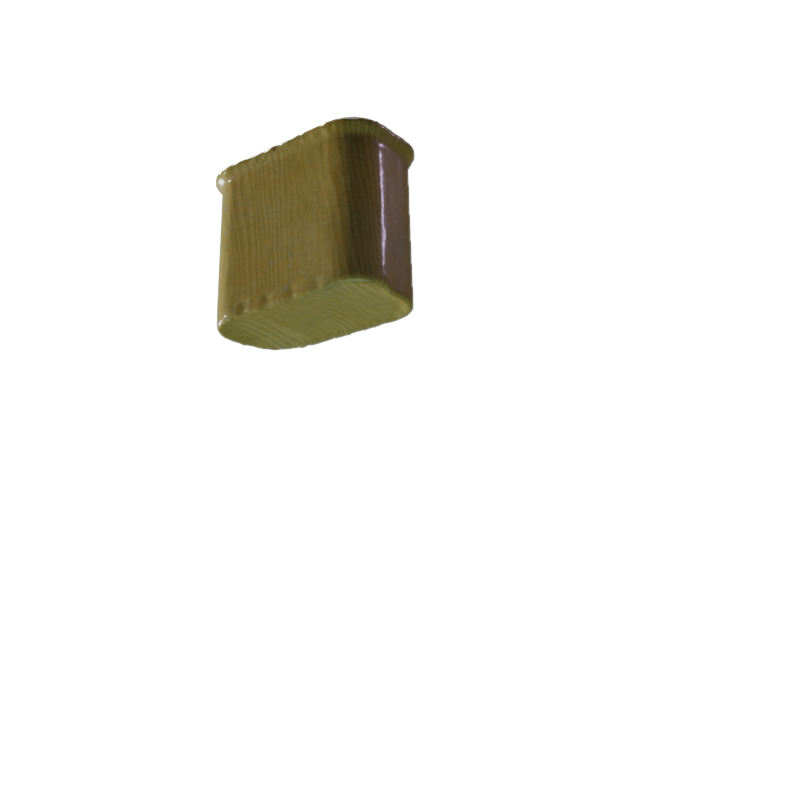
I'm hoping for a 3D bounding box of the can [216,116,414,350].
[{"bbox_3d":[-0.042,-0.077,0.537,0.103,0.088,0.054,-16,-28,33],"label":"can"}]
